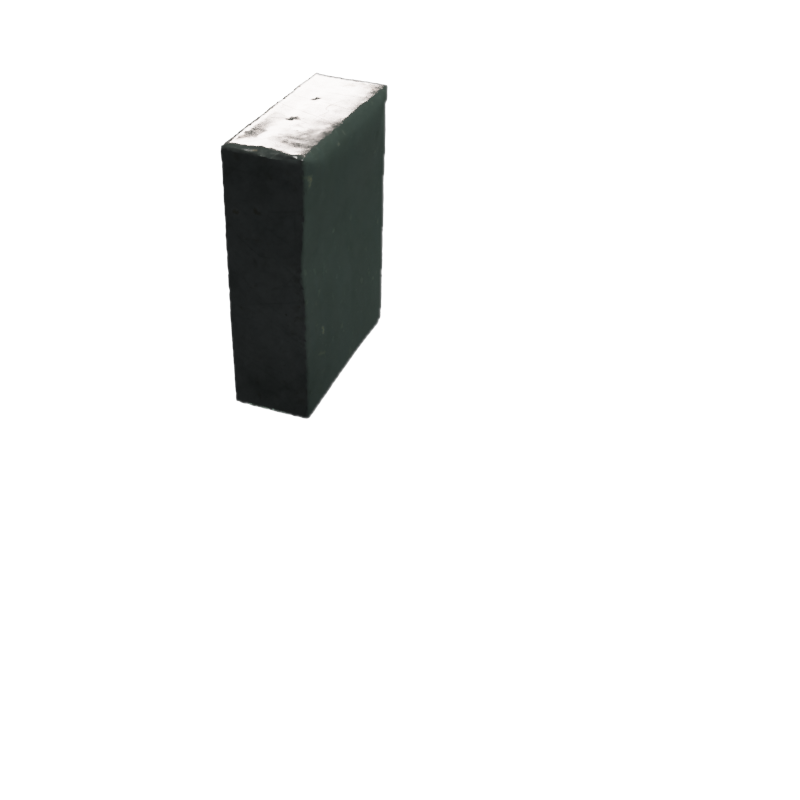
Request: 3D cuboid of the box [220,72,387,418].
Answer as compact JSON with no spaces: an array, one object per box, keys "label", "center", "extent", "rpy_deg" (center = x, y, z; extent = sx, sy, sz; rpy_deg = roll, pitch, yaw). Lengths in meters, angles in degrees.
[{"label":"box","center":[-0.067,-0.121,0.850],"extent":[0.074,0.201,0.169],"rpy_deg":[12,33,16]}]
